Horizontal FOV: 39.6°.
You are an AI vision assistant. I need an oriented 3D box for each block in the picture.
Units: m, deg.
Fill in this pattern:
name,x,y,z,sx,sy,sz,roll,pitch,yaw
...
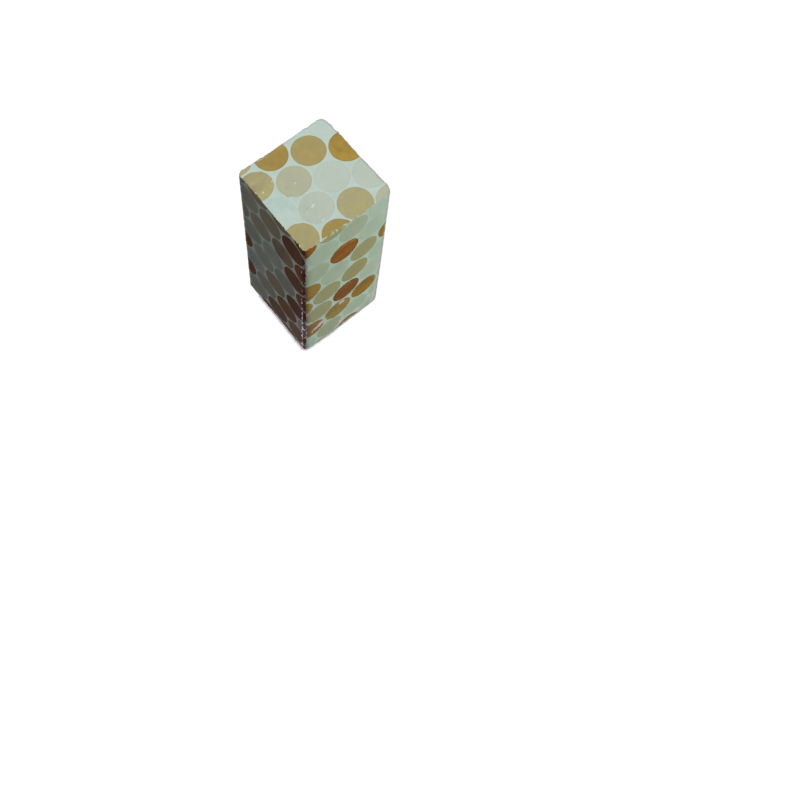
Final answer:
name,x,y,z,sx,sy,sz,roll,pitch,yaw
block,-0.075,-0.138,0.964,0.091,0.095,0.196,-36,-15,-16
